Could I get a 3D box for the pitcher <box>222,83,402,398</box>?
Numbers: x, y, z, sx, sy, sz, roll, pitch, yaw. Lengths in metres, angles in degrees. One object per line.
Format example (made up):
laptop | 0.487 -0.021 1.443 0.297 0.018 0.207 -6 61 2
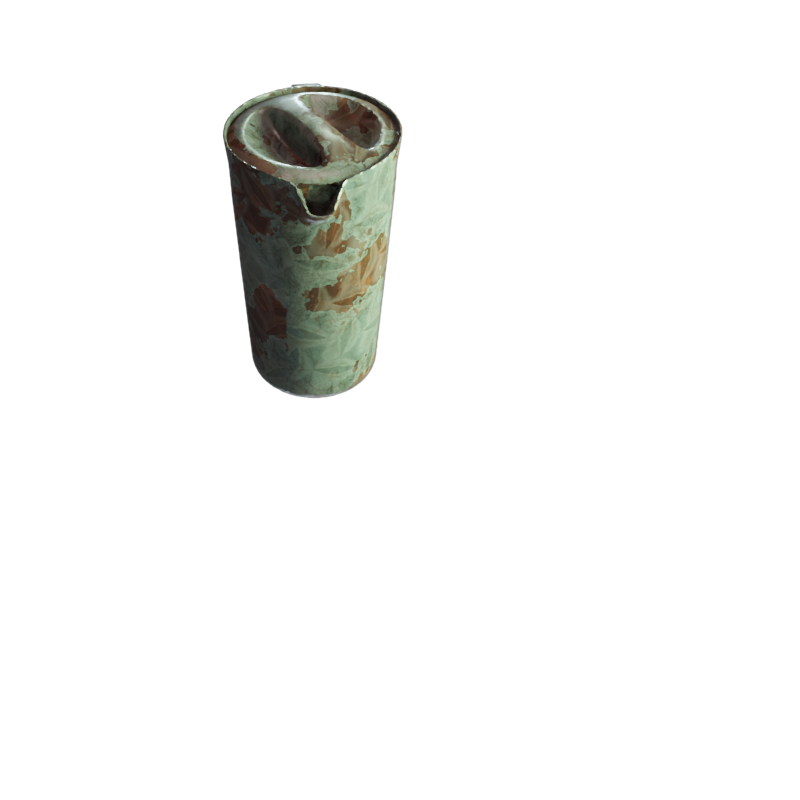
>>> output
pitcher | -0.071 -0.129 0.901 0.153 0.227 0.151 28 48 26
